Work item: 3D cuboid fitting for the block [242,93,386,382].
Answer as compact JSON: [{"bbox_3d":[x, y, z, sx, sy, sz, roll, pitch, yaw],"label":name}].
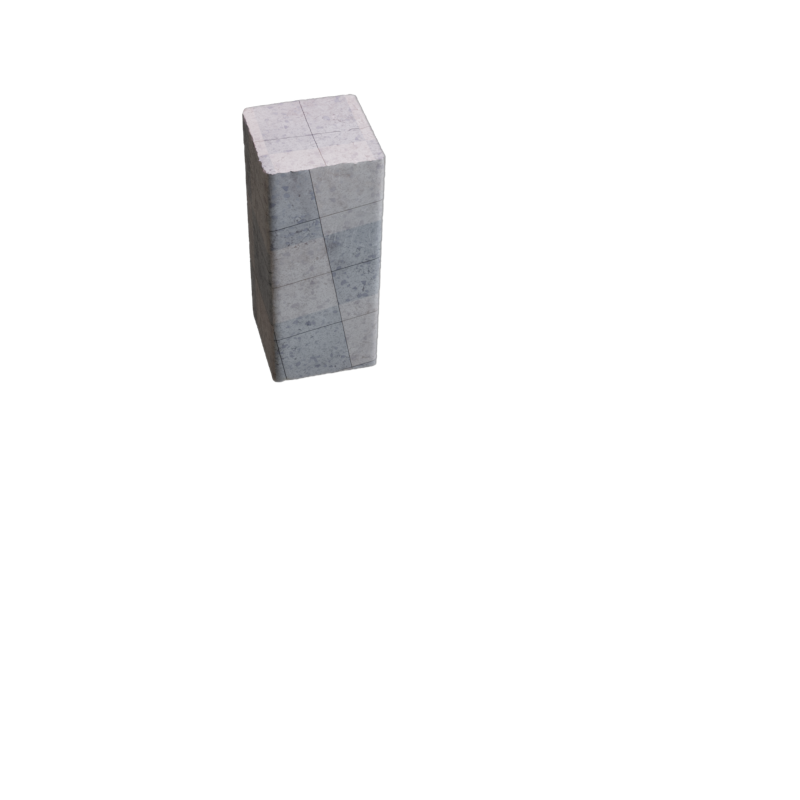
[{"bbox_3d":[-0.068,-0.124,0.865,0.089,0.192,0.098,-9,45,-13],"label":"block"}]
